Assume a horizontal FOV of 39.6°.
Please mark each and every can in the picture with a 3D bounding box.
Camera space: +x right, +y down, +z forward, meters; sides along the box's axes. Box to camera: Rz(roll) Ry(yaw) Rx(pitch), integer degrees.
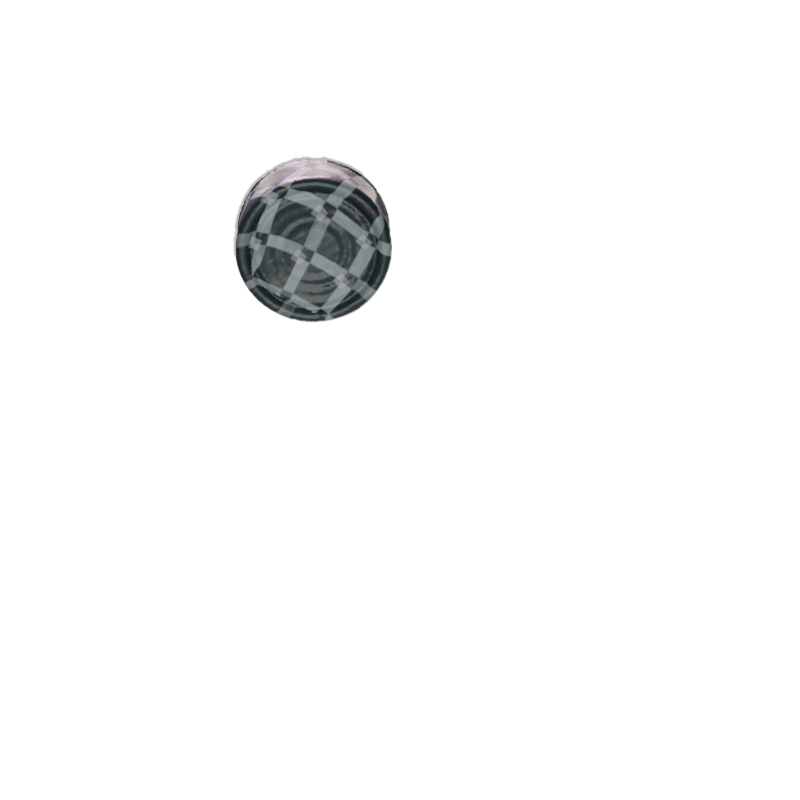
[{"bbox_3d":[-0.047,-0.087,0.606,0.086,0.082,0.035,1,24,-1],"label":"can"}]
